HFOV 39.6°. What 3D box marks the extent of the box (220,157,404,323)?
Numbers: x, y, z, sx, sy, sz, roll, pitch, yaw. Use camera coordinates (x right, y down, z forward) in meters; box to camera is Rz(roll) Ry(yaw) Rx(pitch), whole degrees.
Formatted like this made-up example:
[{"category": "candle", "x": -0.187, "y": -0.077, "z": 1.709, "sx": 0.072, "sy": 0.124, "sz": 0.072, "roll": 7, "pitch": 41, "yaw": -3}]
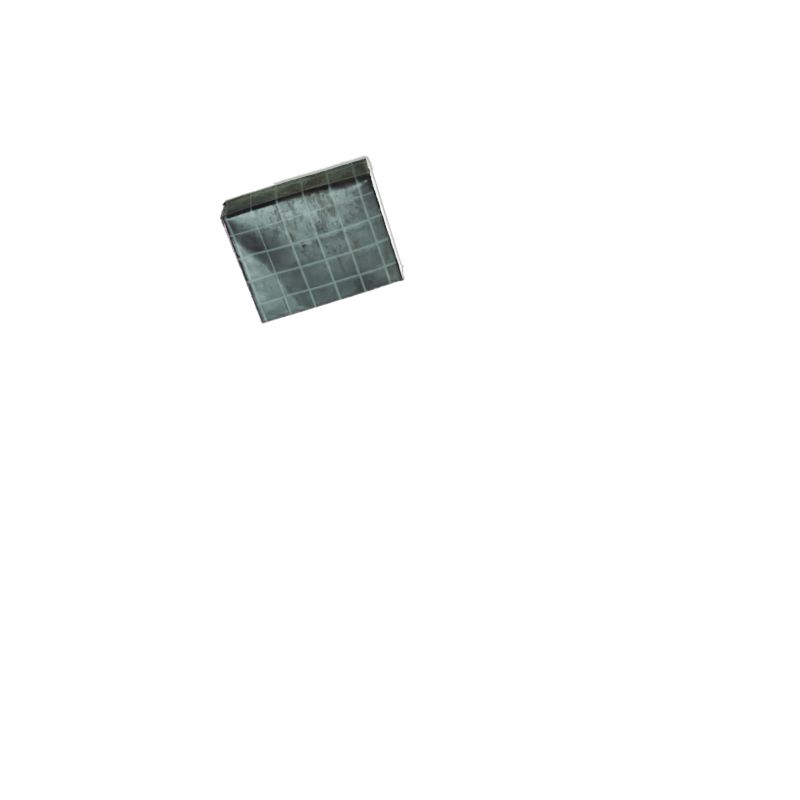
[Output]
[{"category": "box", "x": -0.063, "y": -0.115, "z": 0.803, "sx": 0.114, "sy": 0.085, "sz": 0.041, "roll": -15, "pitch": 26, "yaw": 7}]
